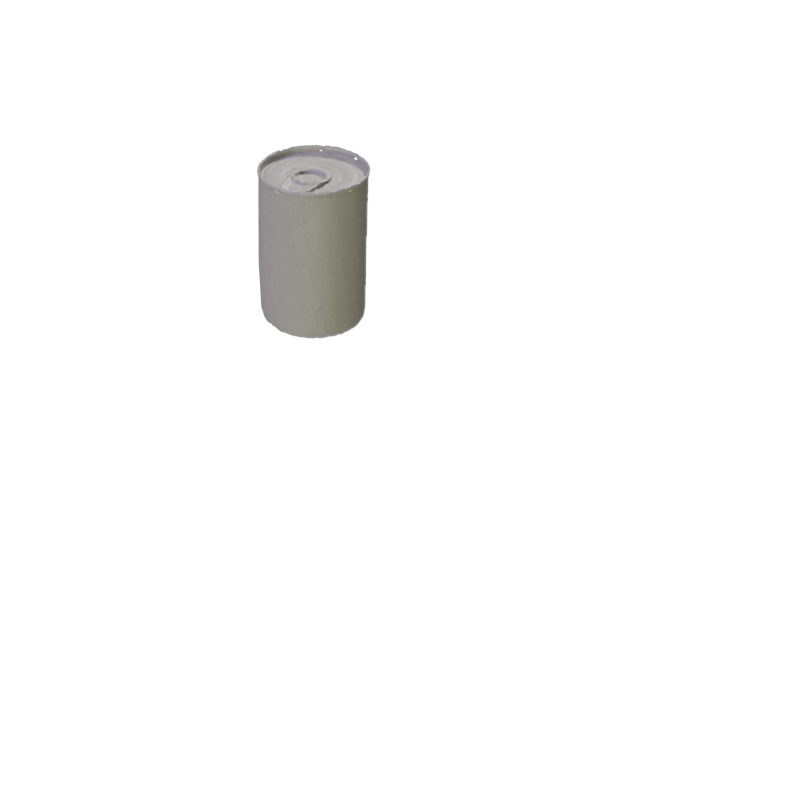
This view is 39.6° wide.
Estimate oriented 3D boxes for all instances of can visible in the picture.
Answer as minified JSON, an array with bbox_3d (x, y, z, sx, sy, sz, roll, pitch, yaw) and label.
[{"bbox_3d":[-0.054,-0.098,0.689,0.068,0.096,0.073,0,32,-3],"label":"can"}]
